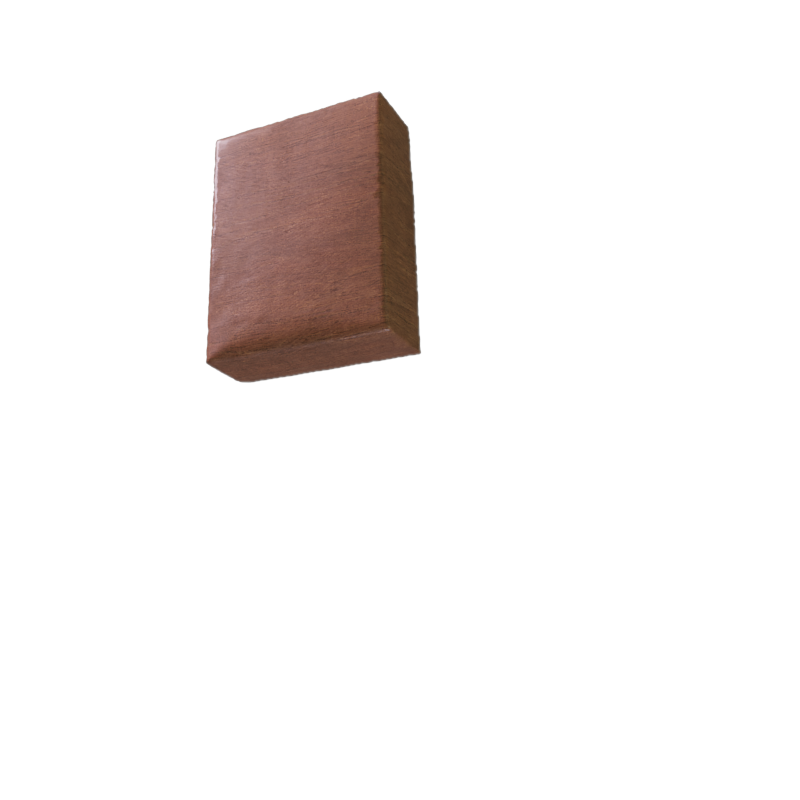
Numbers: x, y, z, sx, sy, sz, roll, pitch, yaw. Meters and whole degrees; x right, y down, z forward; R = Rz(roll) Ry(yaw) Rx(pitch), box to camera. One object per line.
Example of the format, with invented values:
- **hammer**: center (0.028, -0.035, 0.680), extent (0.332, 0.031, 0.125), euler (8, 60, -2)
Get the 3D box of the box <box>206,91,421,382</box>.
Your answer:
- **box**: center (-0.072, -0.132, 0.924), extent (0.167, 0.226, 0.067), euler (-12, -27, 23)
